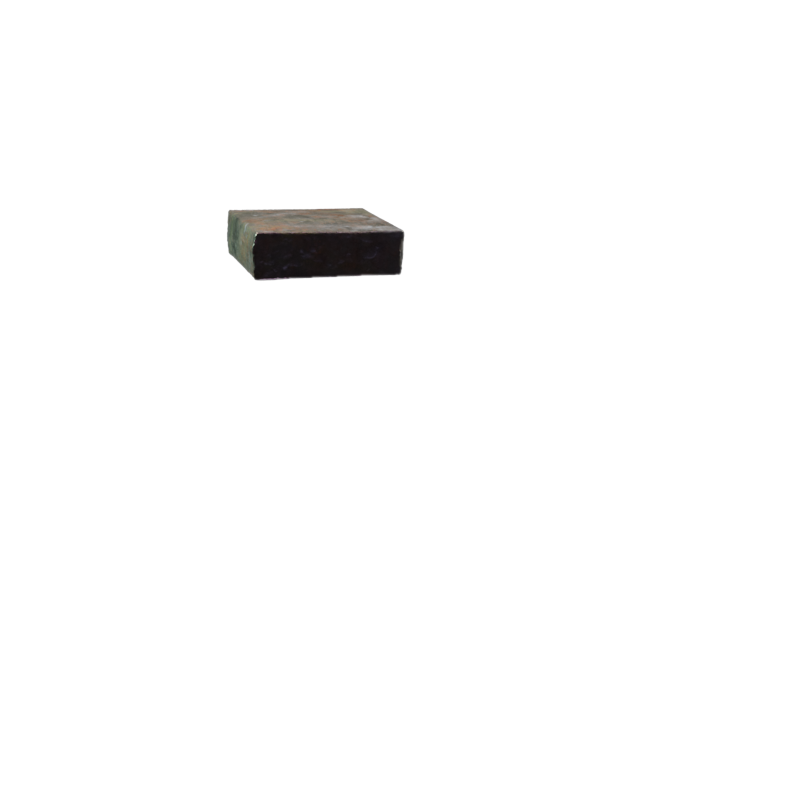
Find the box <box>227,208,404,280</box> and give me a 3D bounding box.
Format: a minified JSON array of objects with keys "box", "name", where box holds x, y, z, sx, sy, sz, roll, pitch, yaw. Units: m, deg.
[{"box":[-0.064,-0.117,0.820,0.111,0.038,0.095,-6,19,-18],"name":"box"}]
